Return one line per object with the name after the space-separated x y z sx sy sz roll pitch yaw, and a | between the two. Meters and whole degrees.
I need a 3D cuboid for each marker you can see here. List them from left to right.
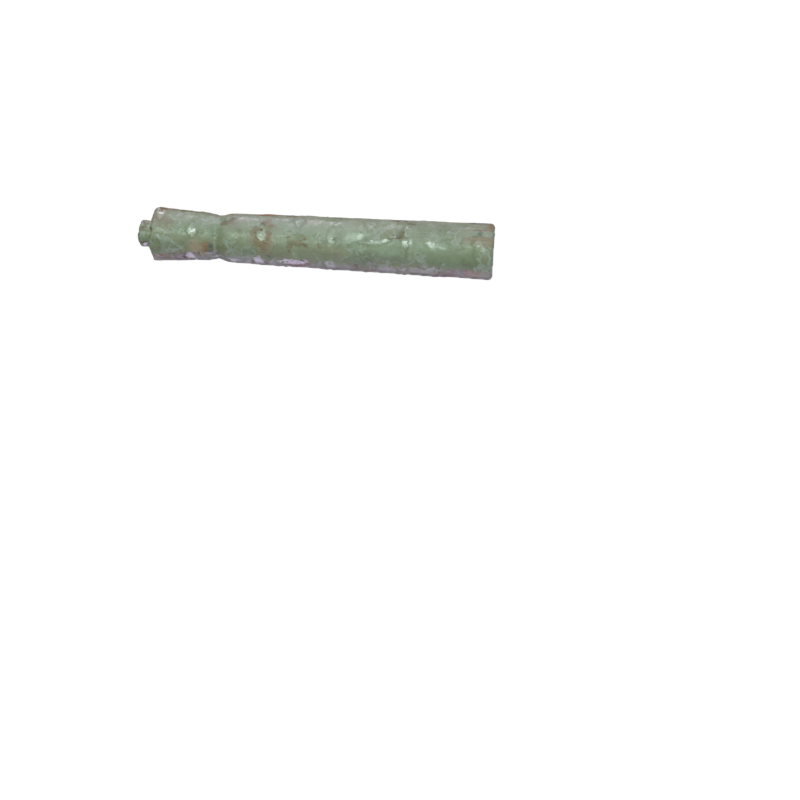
-0.029 -0.054 0.376 0.122 0.020 0.020 4 5 9 | marker
